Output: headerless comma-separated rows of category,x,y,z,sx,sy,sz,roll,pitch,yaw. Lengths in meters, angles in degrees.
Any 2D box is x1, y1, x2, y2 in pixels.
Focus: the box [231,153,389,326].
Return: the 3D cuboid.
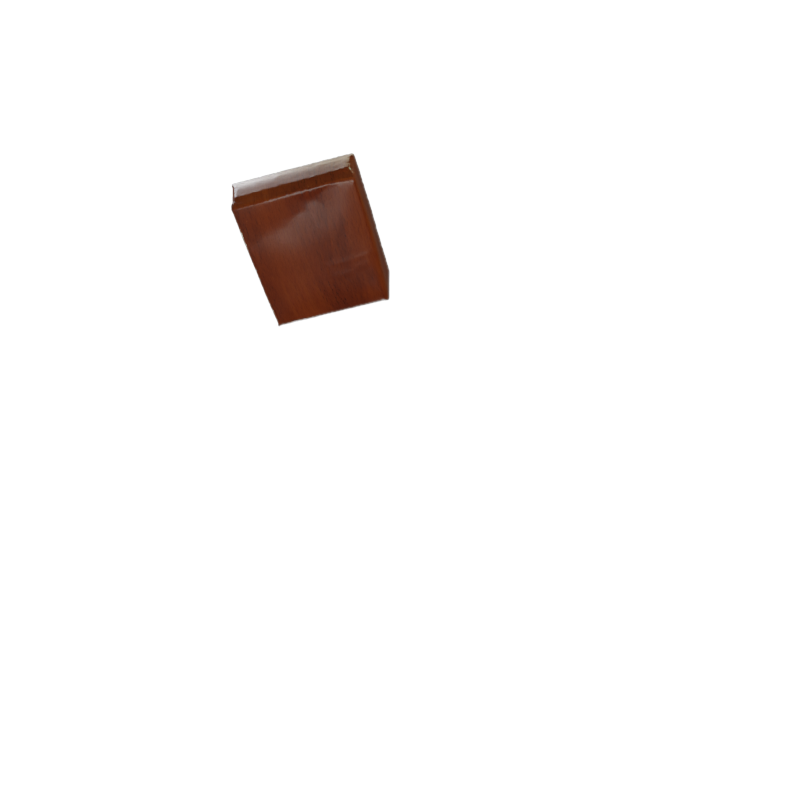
box,-0.062,-0.113,0.794,0.090,0.105,0.042,-12,35,8
